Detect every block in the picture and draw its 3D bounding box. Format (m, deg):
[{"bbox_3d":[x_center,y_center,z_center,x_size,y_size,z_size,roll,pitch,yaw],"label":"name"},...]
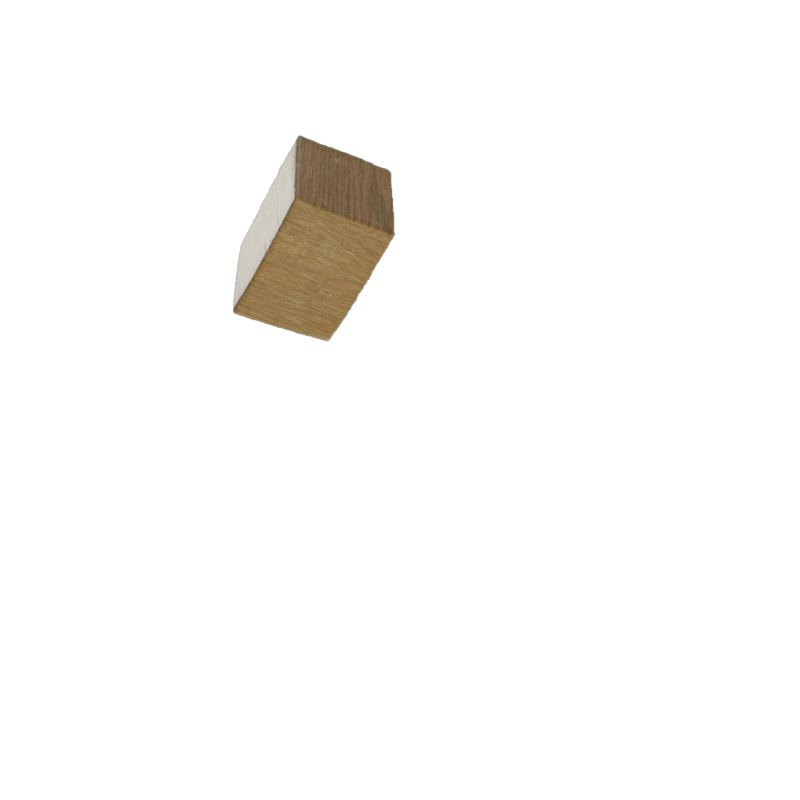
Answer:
[{"bbox_3d":[-0.042,-0.077,0.541,0.051,0.055,0.075,20,-51,-19],"label":"block"}]
